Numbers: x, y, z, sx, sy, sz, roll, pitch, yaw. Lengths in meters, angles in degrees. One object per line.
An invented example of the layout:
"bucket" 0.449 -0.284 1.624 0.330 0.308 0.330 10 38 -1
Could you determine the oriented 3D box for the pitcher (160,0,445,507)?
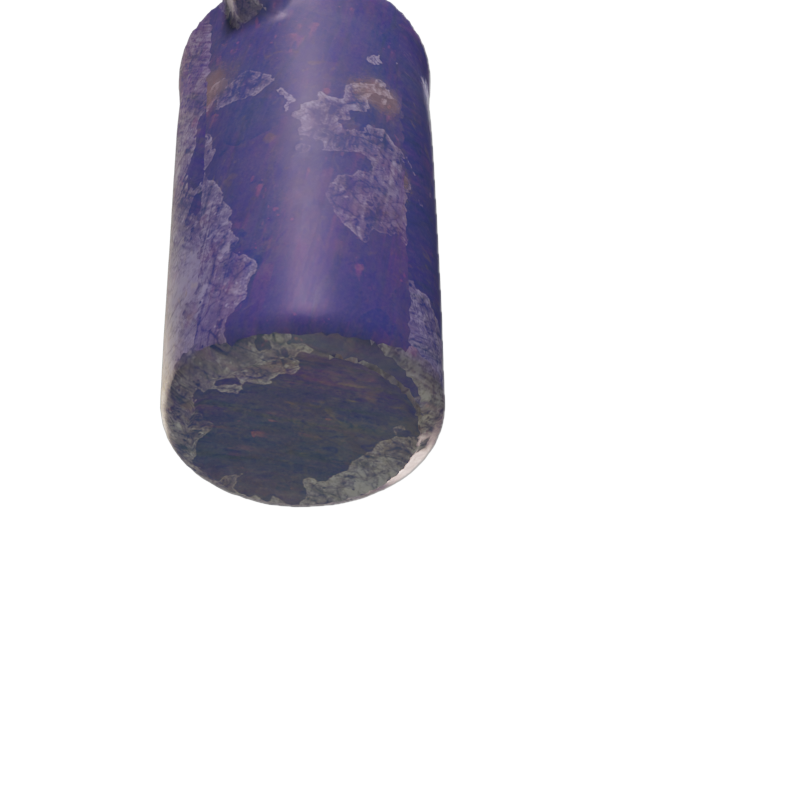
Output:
"pitcher" -0.040 -0.073 0.509 0.144 0.261 0.140 19 -49 -21
